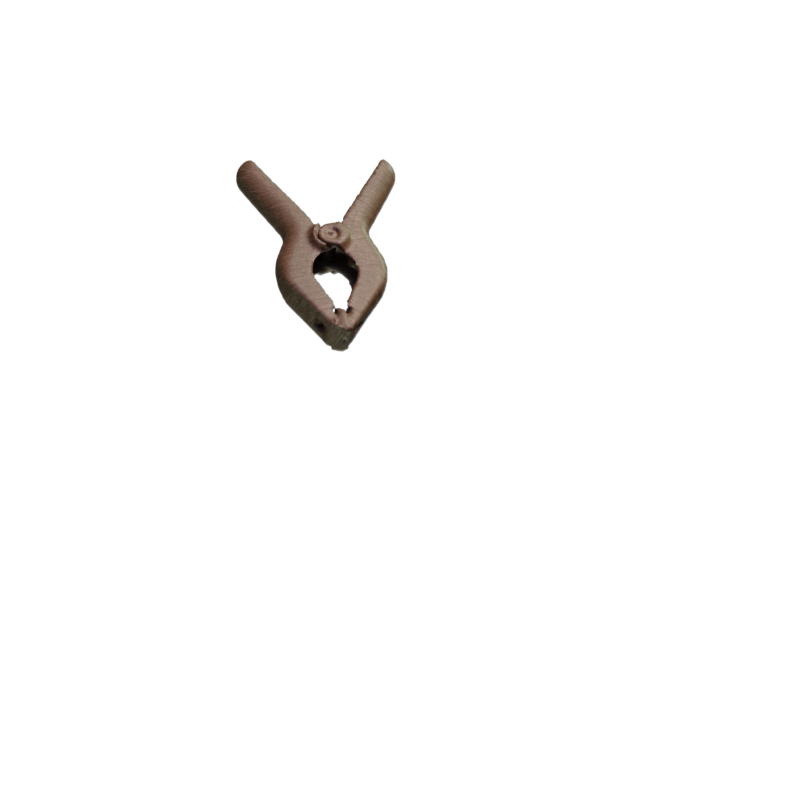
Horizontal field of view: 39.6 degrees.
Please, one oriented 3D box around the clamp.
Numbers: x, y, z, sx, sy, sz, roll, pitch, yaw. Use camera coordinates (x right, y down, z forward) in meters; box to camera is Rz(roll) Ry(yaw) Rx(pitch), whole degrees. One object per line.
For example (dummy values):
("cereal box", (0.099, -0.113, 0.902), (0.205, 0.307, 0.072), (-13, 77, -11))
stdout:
("clamp", (-0.062, -0.114, 0.798), (0.120, 0.184, 0.036), (0, -40, 0))
